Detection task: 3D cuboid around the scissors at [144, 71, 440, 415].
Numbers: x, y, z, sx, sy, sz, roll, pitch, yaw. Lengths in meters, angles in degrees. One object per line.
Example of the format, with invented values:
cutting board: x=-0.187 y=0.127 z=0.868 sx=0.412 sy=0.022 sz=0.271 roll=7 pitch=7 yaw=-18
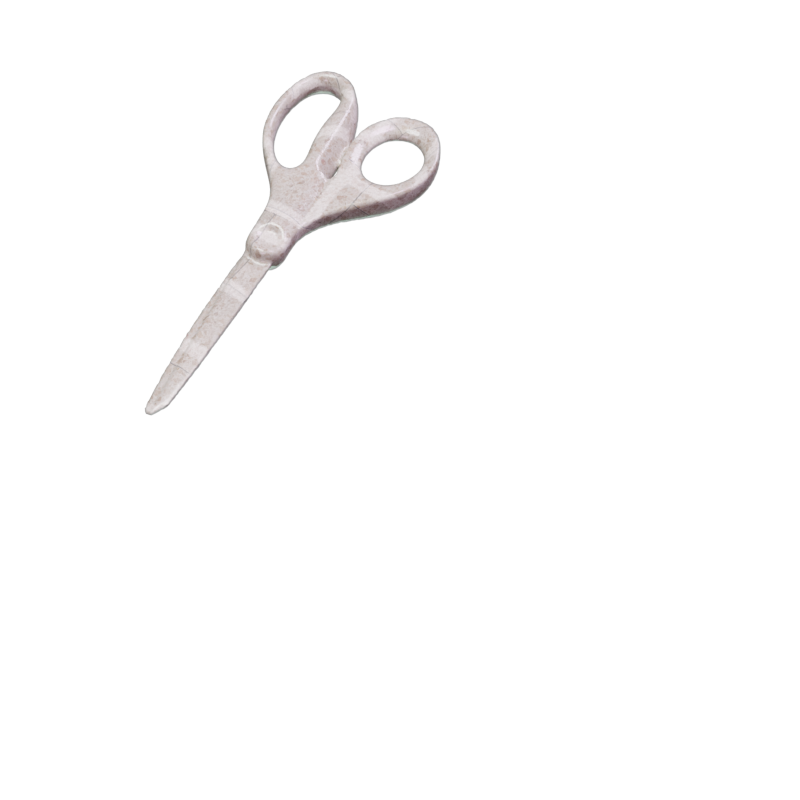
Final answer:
scissors: x=-0.040 y=-0.072 z=0.506 sx=0.097 sy=0.213 sz=0.015 roll=9 pitch=-32 yaw=6
